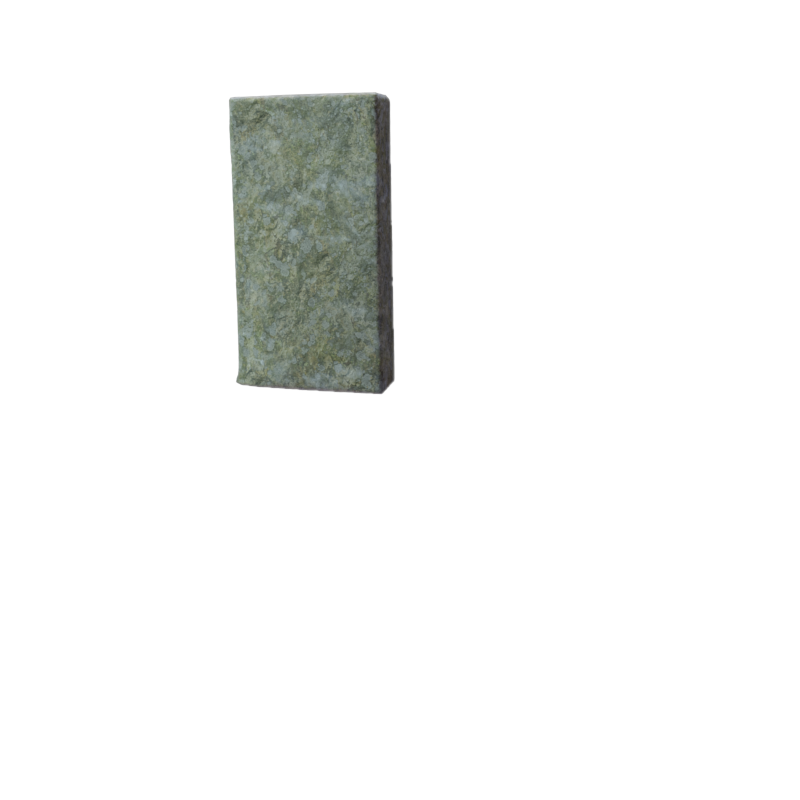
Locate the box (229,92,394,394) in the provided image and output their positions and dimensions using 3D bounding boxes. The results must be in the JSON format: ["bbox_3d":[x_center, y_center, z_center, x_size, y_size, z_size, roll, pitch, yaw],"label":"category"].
[{"bbox_3d":[-0.052,-0.096,0.669,0.095,0.175,0.047,2,4,15],"label":"box"}]
